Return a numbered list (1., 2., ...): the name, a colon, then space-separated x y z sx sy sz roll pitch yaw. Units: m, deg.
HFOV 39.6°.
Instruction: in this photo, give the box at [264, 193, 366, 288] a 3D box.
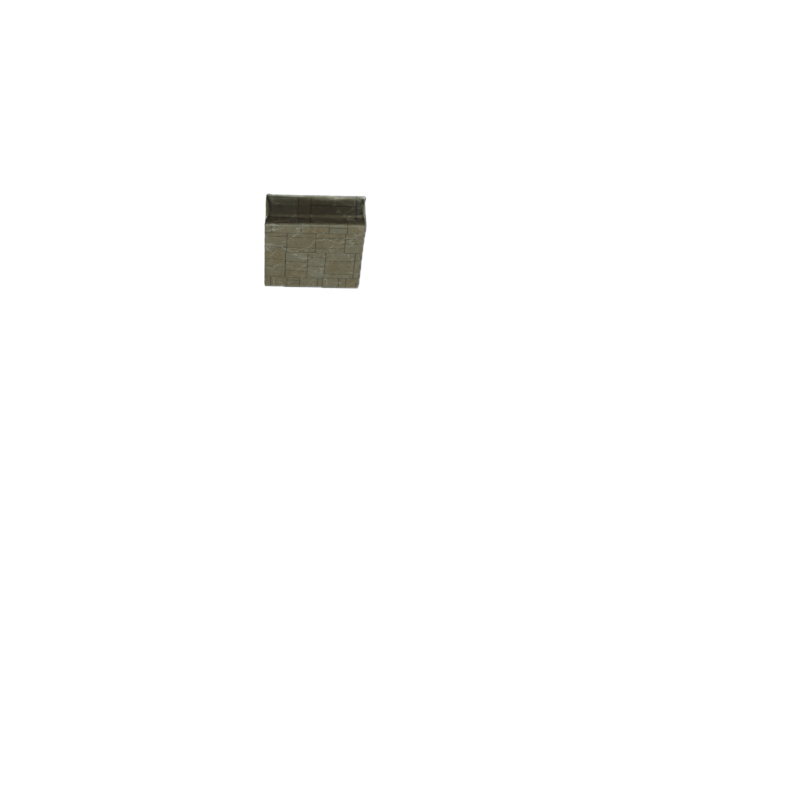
1. box: -0.064 -0.117 0.822 0.073 0.032 0.084 2 -29 -4
